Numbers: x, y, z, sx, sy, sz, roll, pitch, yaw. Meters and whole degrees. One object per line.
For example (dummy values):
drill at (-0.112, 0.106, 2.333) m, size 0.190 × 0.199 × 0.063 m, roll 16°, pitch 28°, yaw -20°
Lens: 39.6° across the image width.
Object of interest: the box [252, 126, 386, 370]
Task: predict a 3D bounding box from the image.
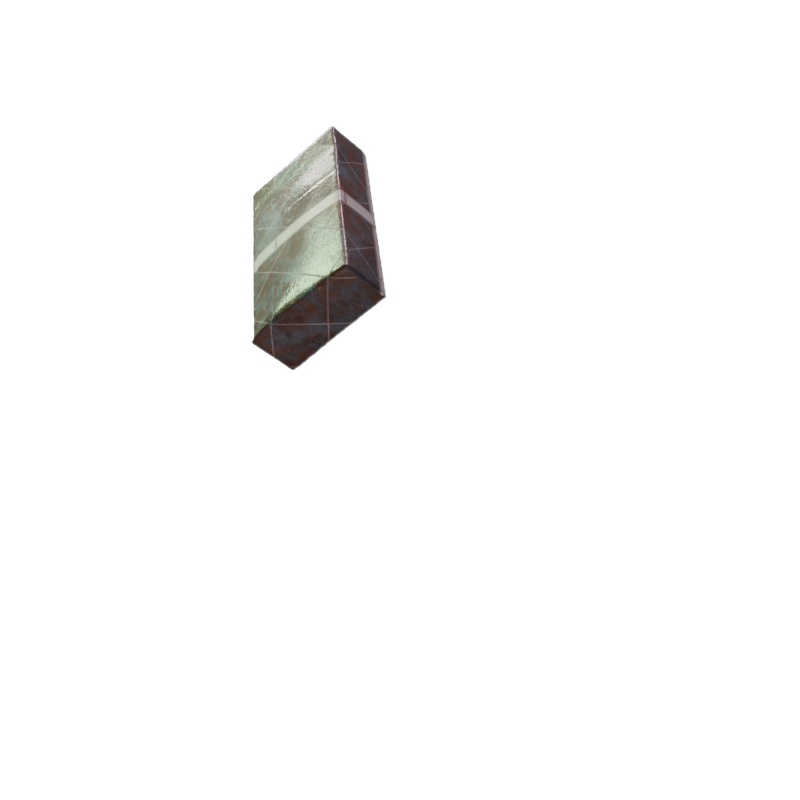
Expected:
box at (-0.062, -0.114, 0.801) m, size 0.092 × 0.189 × 0.045 m, roll -37°, pitch -56°, yaw 24°
